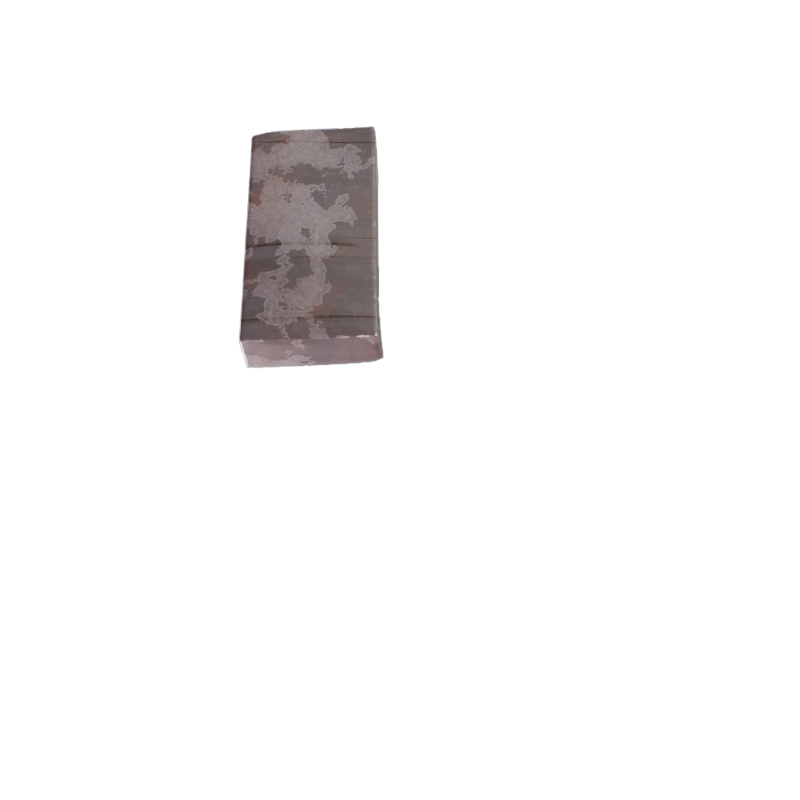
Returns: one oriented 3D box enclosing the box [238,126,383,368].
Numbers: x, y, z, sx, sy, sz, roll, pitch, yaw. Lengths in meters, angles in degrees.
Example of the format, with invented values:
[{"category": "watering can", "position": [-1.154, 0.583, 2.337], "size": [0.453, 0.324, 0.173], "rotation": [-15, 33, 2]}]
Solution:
[{"category": "box", "position": [-0.061, -0.110, 0.771], "size": [0.094, 0.188, 0.045], "rotation": [-4, -30, 3]}]
